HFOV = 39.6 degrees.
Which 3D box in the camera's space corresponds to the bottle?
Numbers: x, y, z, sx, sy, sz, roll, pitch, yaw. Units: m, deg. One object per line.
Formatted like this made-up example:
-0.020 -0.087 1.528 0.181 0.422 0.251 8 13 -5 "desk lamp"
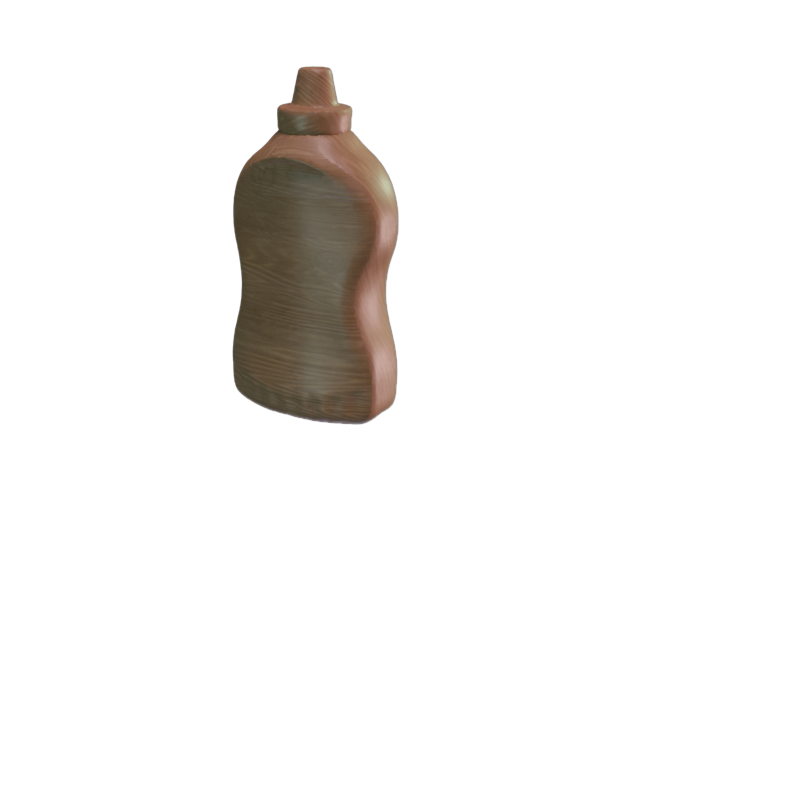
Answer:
-0.048 -0.088 0.616 0.101 0.185 0.058 11 19 31 "bottle"
